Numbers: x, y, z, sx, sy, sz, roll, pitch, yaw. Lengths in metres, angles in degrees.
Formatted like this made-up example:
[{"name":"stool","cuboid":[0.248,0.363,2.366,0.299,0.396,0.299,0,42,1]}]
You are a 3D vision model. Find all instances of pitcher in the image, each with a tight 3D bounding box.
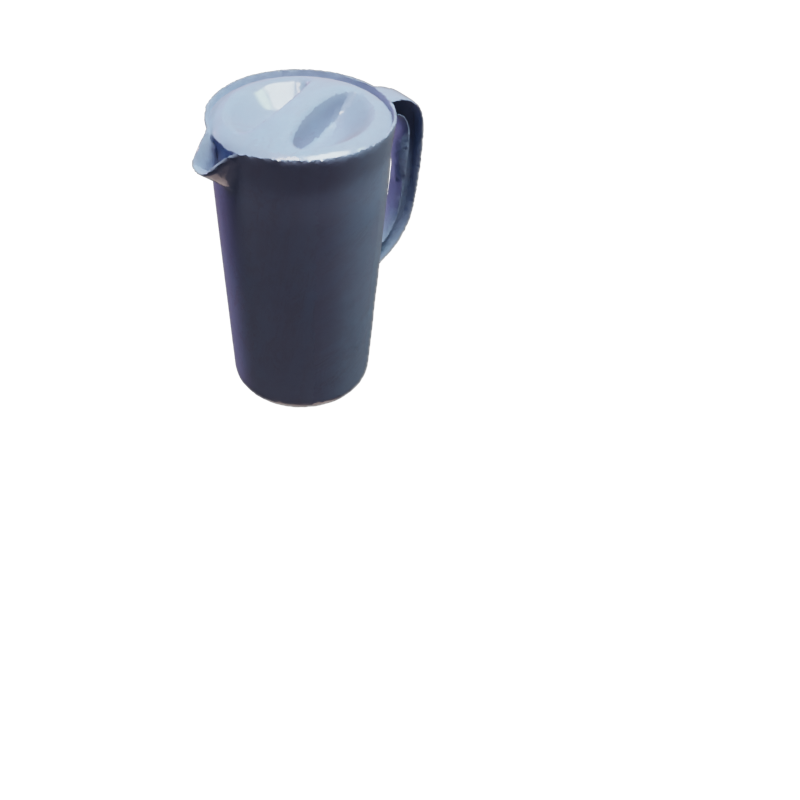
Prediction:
[{"name":"pitcher","cuboid":[-0.065,-0.119,0.836,0.151,0.227,0.154,6,39,4]}]
